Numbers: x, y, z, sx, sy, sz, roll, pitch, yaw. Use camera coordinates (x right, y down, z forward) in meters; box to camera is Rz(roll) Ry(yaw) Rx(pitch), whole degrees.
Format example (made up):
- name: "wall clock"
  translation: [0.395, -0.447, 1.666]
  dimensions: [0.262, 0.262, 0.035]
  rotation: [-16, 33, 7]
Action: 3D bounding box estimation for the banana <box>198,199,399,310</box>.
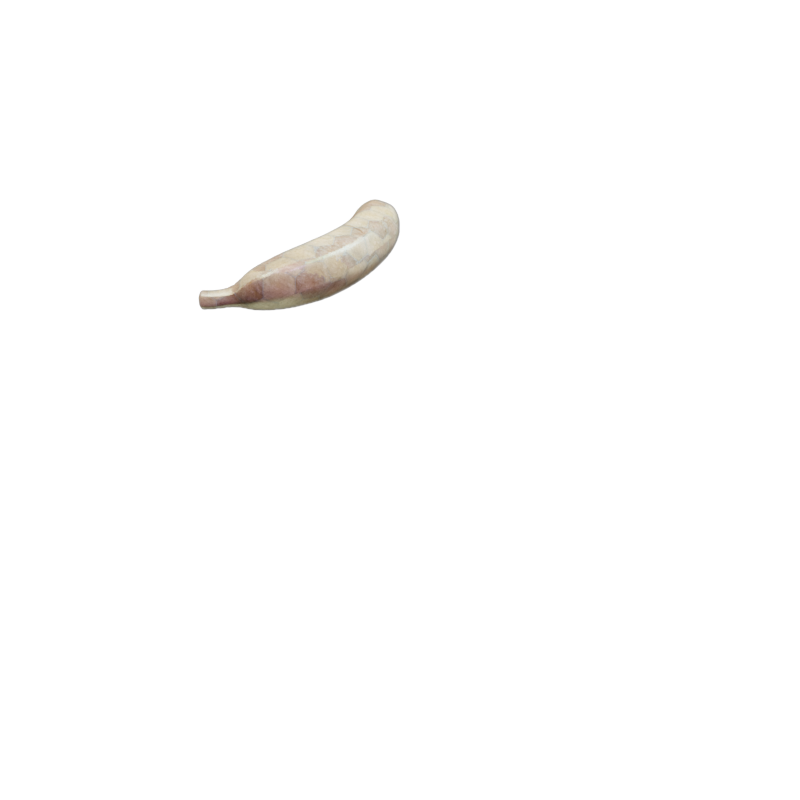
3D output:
- name: "banana"
  translation: [-0.045, -0.100, 0.739]
  dimensions: [0.073, 0.035, 0.198]
  rotation: [17, 32, 29]
